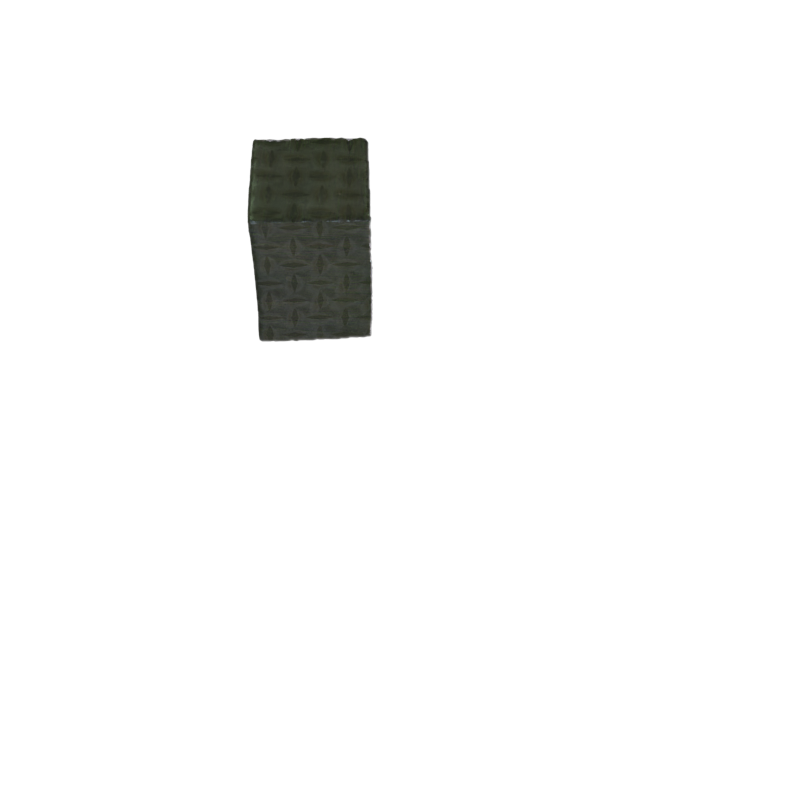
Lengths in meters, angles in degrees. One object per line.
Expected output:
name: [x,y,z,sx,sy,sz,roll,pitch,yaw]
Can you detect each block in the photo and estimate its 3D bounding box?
block: [-0.039,-0.070,0.493,0.053,0.055,0.073,-1,-41,-2]
